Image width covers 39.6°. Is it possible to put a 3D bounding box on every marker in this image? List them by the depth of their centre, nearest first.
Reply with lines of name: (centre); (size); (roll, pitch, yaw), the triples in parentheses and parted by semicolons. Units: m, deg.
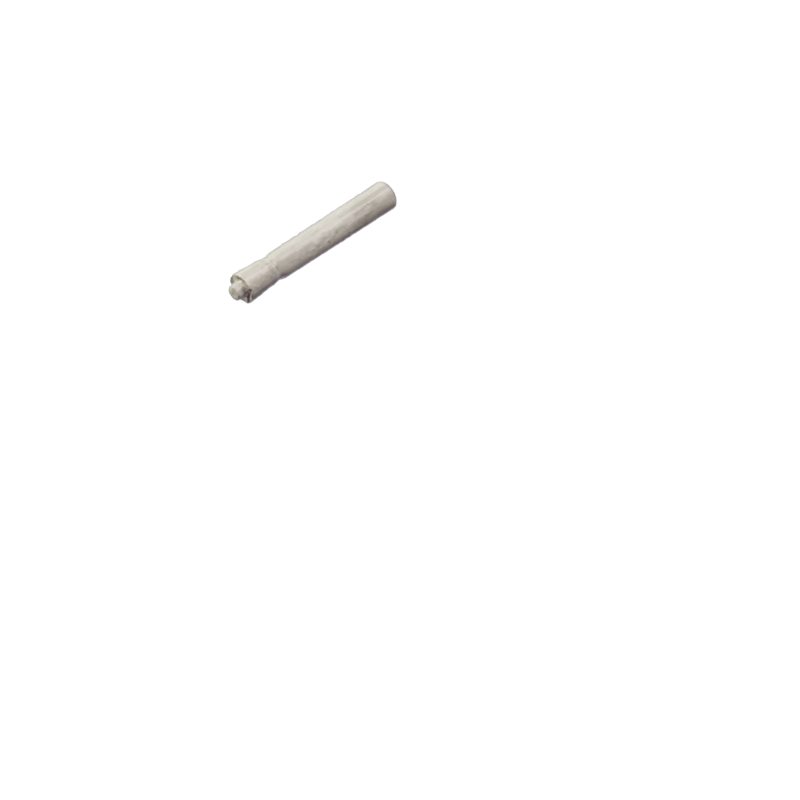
marker: (-0.050, -0.091, 0.635); (0.122, 0.019, 0.021); (-38, 25, -30)
